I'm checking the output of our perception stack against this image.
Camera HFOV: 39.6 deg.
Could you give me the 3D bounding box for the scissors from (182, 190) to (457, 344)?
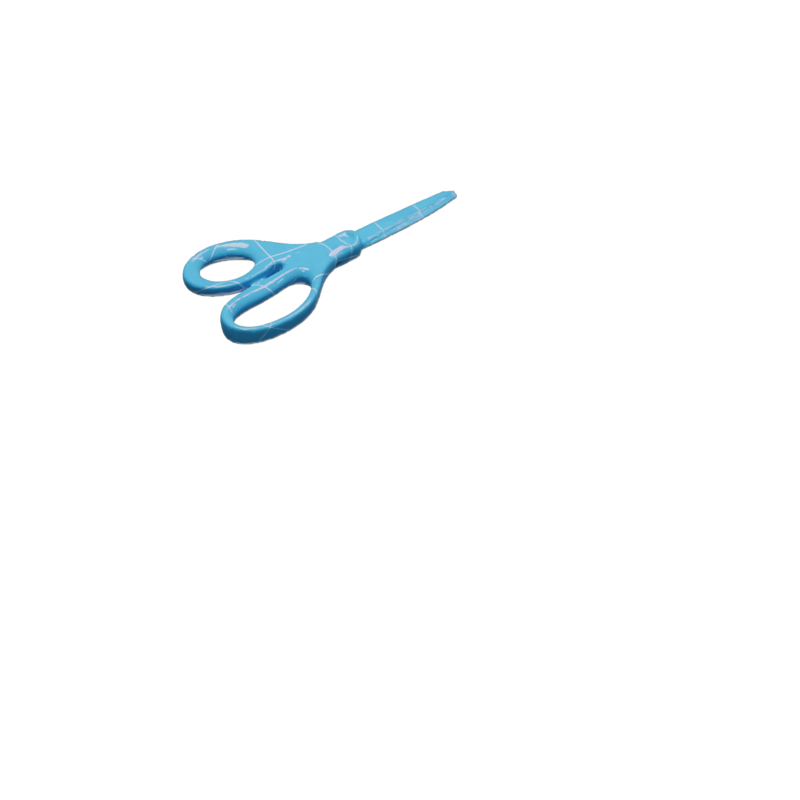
[{"bbox_3d":[-0.055,-0.100,0.700,0.101,0.015,0.206,22,45,24],"label":"scissors"}]
